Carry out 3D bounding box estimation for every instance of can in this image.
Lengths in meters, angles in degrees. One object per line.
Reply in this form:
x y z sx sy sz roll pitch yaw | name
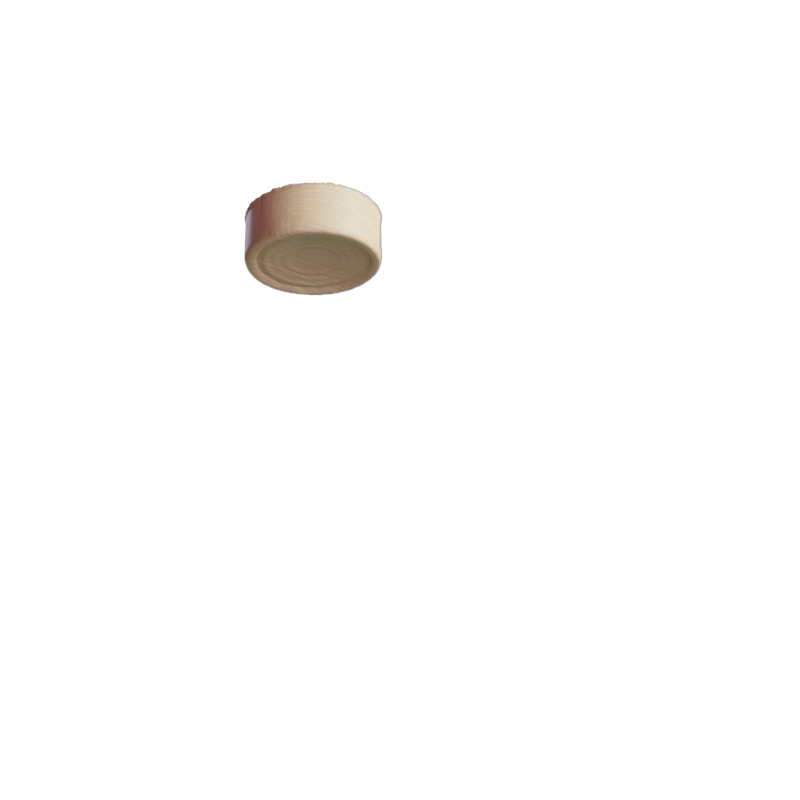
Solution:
-0.054 -0.098 0.685 0.086 0.036 0.081 1 -24 -2 | can
